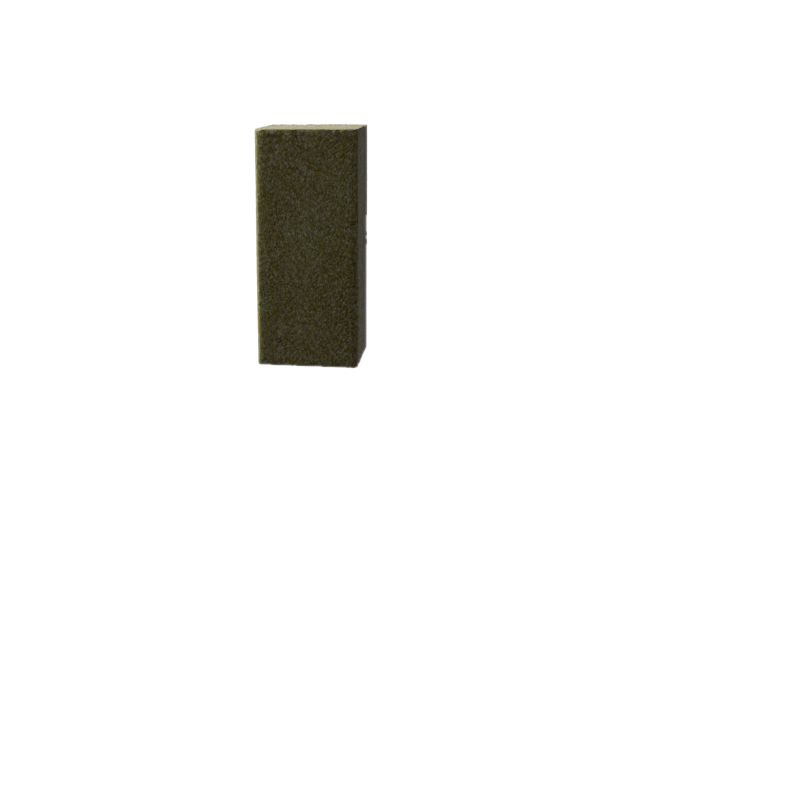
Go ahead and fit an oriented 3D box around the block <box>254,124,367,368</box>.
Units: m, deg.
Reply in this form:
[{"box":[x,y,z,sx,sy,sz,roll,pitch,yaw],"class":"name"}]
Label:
[{"box":[-0.078,-0.141,0.989,0.091,0.202,0.091,2,10,6],"class":"block"}]
